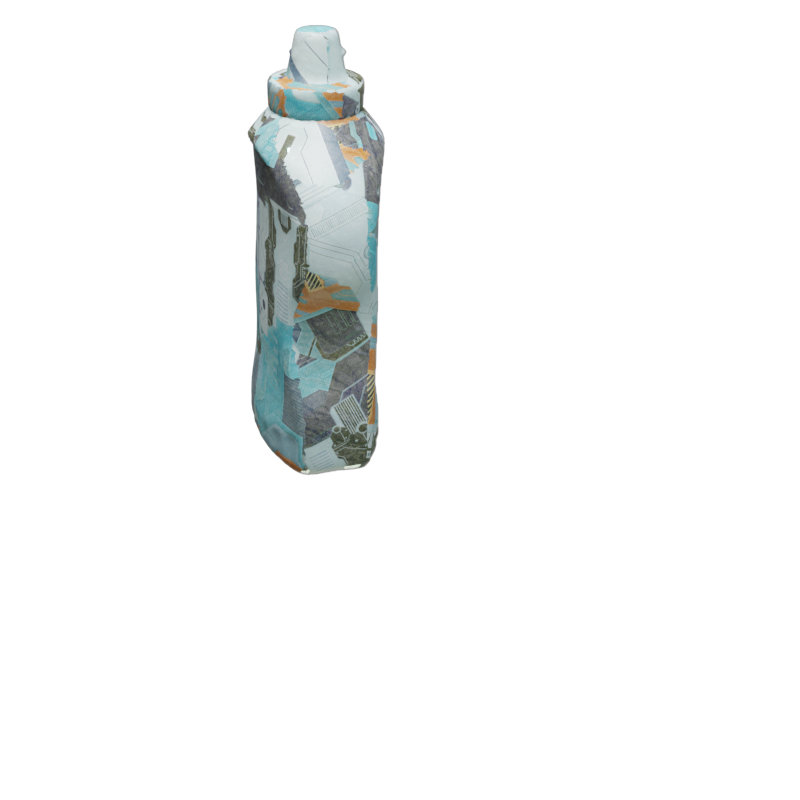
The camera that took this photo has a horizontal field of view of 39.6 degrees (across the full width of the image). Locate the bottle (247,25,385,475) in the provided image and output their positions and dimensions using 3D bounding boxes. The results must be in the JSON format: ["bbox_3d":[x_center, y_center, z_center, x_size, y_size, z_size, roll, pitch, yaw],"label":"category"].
[{"bbox_3d":[-0.038,-0.071,0.496,0.058,0.181,0.103,-4,27,-13],"label":"bottle"}]
